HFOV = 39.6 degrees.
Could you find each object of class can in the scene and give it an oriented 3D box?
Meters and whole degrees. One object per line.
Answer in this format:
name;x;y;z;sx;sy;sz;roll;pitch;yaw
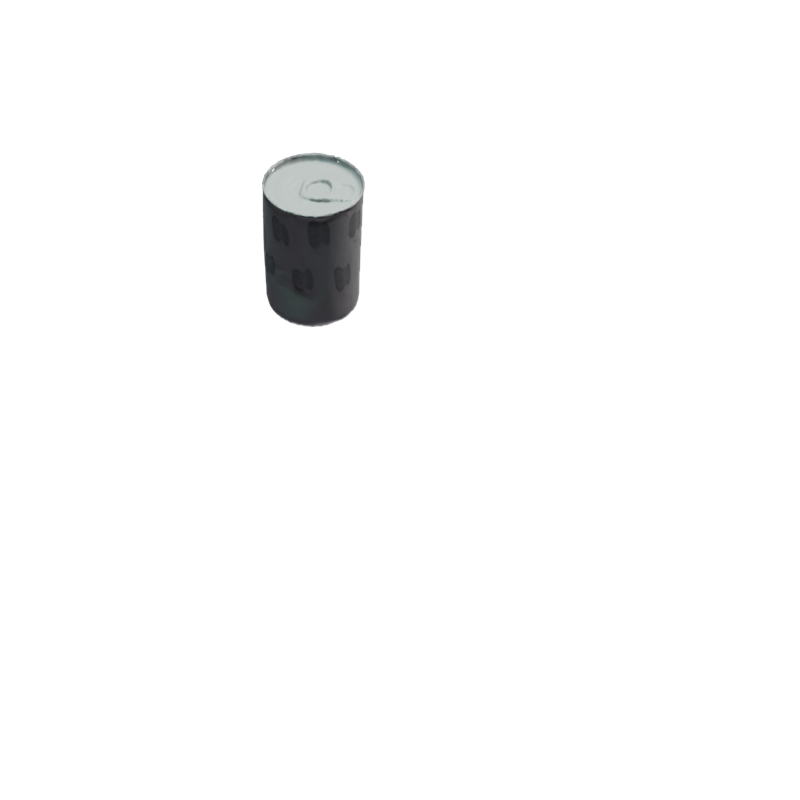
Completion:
can;-0.060;-0.109;0.761;0.068;0.095;0.074;0;44;-3
